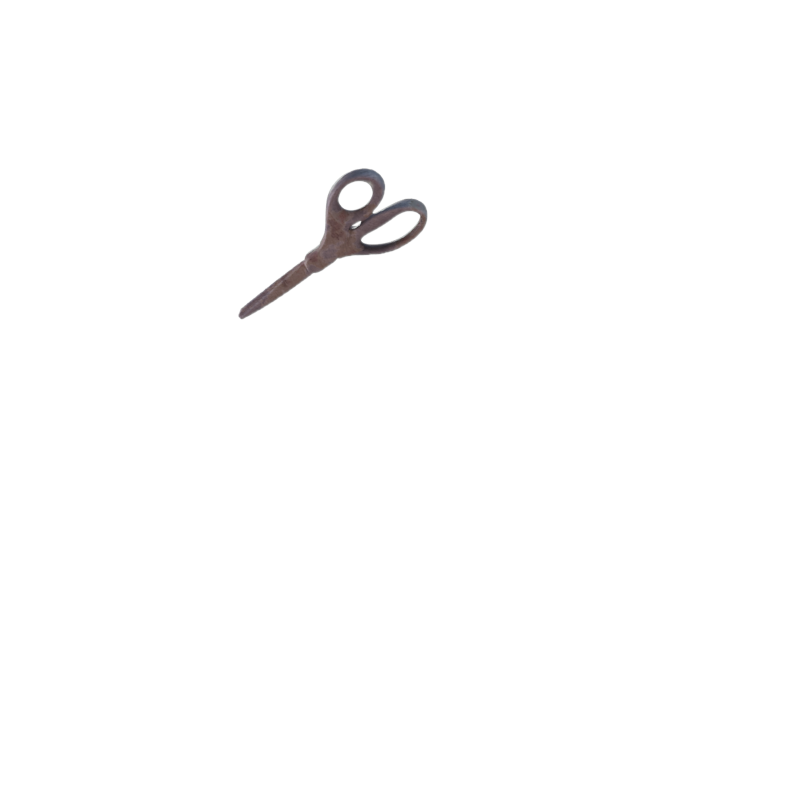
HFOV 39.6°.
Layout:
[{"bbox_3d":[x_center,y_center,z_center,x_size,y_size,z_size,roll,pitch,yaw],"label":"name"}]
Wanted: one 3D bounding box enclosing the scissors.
[{"bbox_3d":[-0.076,-0.138,0.965,0.203,0.089,0.017,-20,37,16],"label":"scissors"}]
